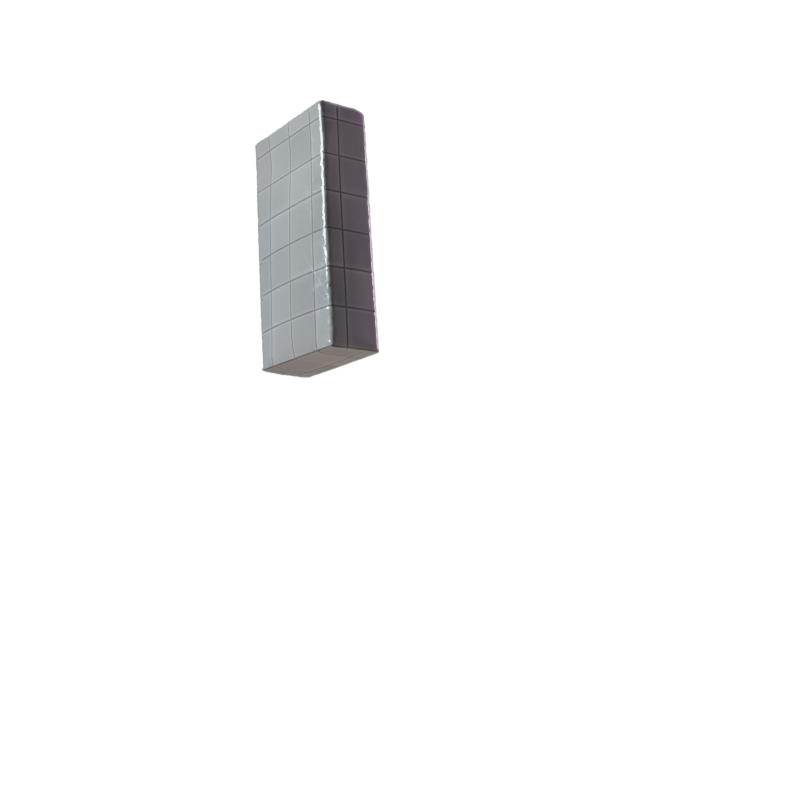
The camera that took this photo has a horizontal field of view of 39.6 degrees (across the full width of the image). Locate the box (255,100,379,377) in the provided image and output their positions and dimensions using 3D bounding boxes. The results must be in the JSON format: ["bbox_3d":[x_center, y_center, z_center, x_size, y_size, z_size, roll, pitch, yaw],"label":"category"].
[{"bbox_3d":[-0.061,-0.111,0.779,0.046,0.184,0.094,12,-21,-35],"label":"box"}]
